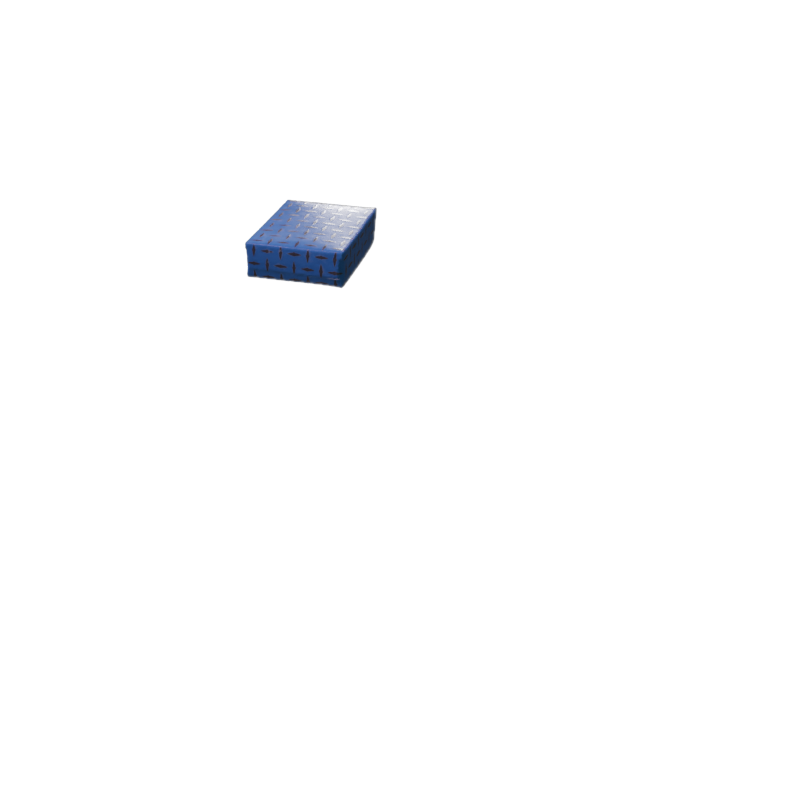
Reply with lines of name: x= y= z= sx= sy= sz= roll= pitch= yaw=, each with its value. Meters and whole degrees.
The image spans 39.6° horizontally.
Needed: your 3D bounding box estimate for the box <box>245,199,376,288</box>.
box: x=-0.078 y=-0.143 z=0.999 sx=0.092 sy=0.037 sz=0.117 roll=8 pitch=28 yaw=14
